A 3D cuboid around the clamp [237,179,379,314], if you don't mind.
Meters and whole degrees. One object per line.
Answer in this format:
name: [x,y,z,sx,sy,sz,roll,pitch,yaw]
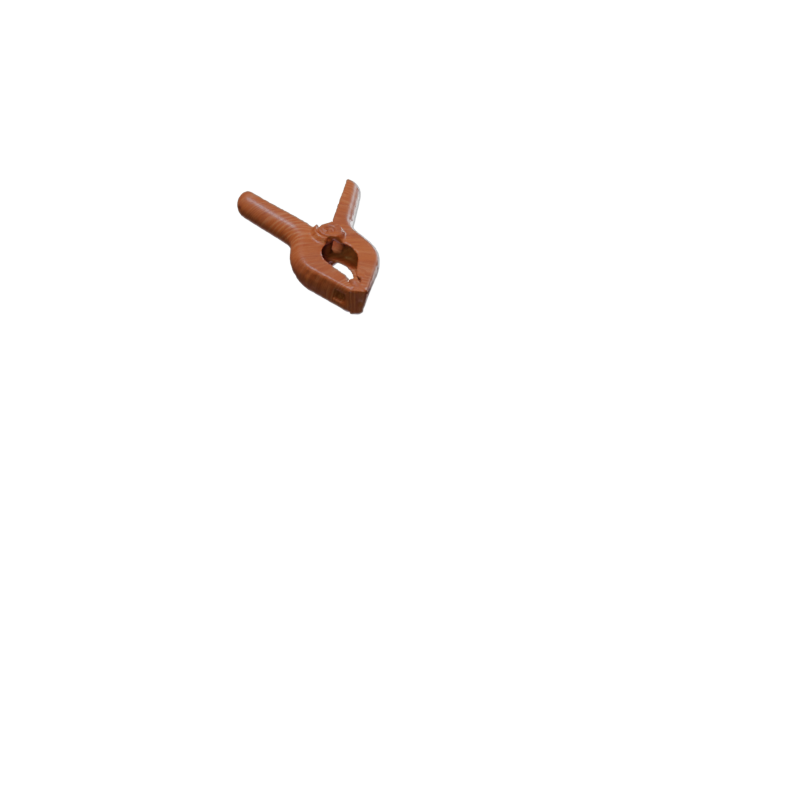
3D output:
clamp: [-0.078,-0.142,0.994,0.119,0.037,0.185,-9,42,-10]
